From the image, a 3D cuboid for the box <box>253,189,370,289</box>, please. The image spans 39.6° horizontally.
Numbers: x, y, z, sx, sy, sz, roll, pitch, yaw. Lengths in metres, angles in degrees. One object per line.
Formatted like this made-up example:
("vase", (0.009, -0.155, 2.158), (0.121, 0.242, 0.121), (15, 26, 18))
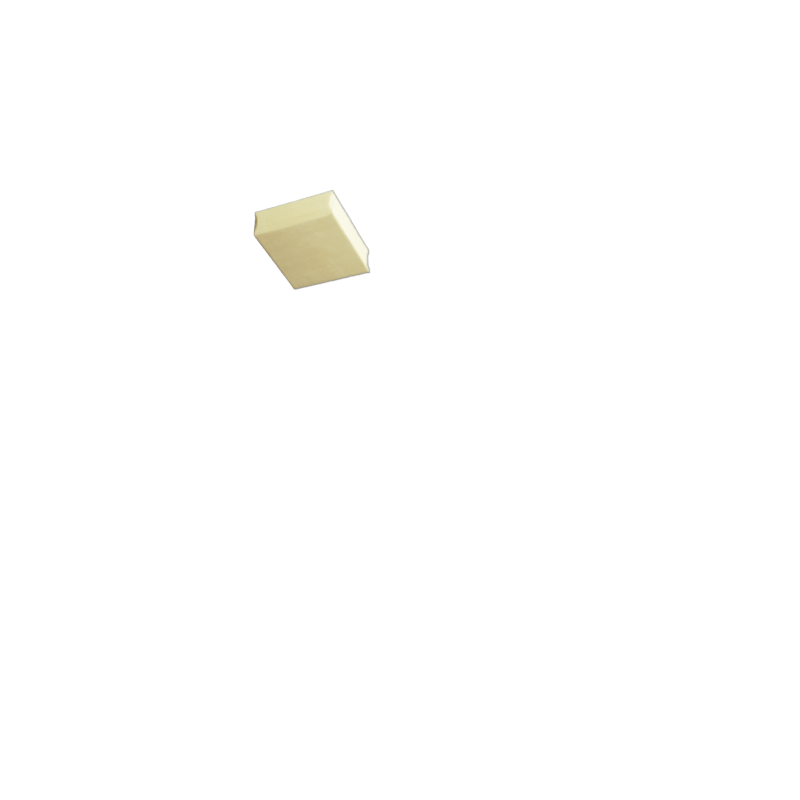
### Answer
("box", (-0.075, -0.136, 0.953), (0.074, 0.032, 0.082), (-13, -35, 18))
